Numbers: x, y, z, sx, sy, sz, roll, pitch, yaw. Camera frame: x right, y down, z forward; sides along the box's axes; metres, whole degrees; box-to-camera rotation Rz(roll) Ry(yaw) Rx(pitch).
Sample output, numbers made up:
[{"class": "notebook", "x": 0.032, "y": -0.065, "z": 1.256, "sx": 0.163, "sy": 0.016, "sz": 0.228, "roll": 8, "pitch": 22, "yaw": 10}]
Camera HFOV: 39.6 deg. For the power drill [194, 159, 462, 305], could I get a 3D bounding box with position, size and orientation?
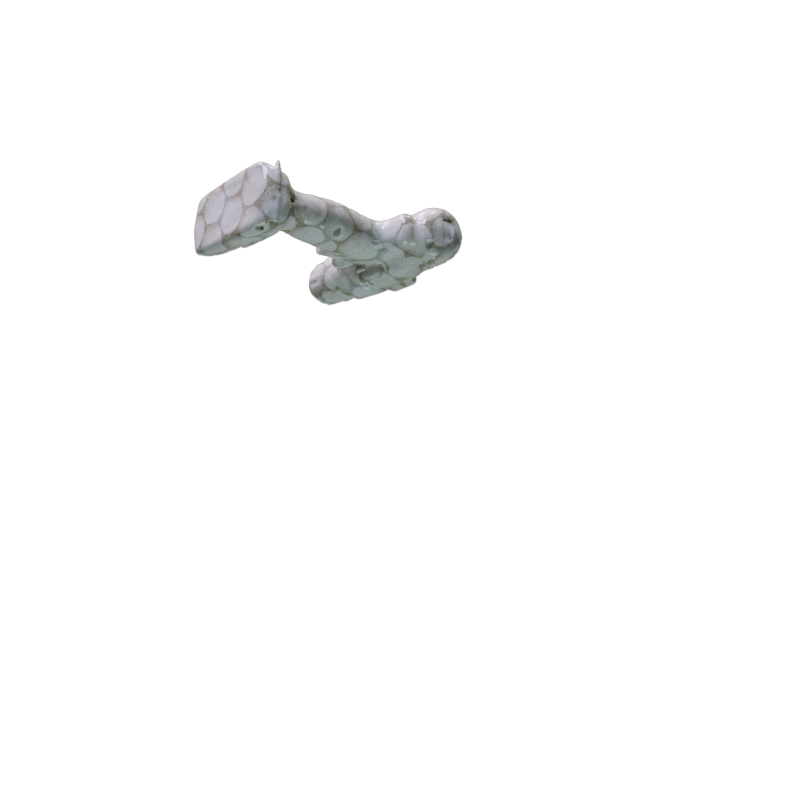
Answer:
[{"class": "power drill", "x": -0.072, "y": -0.131, "z": 0.917, "sx": 0.178, "sy": 0.060, "sz": 0.186, "roll": 11, "pitch": -19, "yaw": -35}]
